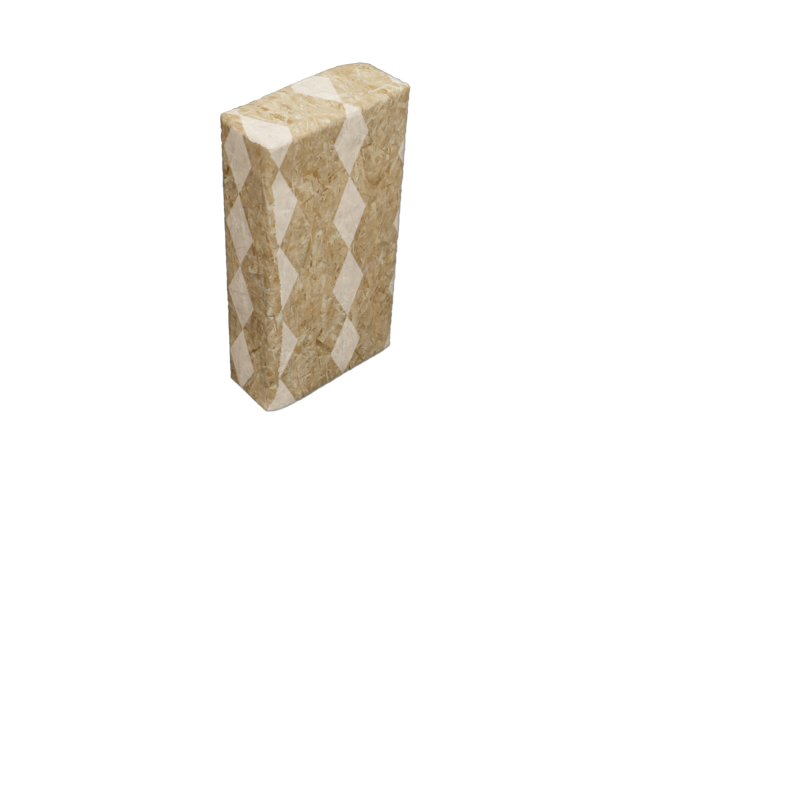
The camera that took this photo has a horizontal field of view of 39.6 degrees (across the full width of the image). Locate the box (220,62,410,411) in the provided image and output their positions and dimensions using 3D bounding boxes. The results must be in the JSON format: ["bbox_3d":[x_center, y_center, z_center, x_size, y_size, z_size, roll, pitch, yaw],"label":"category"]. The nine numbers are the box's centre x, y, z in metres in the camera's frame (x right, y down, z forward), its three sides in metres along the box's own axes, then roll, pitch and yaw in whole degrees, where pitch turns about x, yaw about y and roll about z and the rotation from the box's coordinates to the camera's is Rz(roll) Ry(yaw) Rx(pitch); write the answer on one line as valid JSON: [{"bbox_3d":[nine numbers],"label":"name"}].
[{"bbox_3d":[-0.046,-0.084,0.587,0.093,0.165,0.051,-29,49,-34],"label":"box"}]
